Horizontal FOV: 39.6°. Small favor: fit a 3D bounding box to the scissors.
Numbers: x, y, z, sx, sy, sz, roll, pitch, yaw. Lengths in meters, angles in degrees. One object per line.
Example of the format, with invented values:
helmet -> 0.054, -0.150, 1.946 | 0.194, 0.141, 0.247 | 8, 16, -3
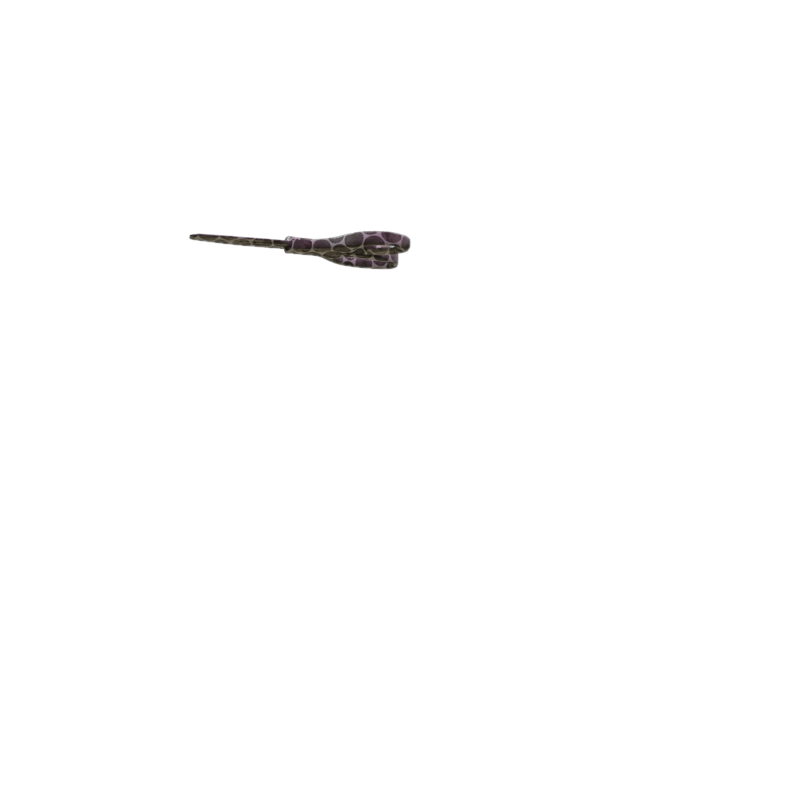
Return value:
scissors -> -0.078, -0.142, 0.993 | 0.193, 0.016, 0.097 | 6, -11, -32
